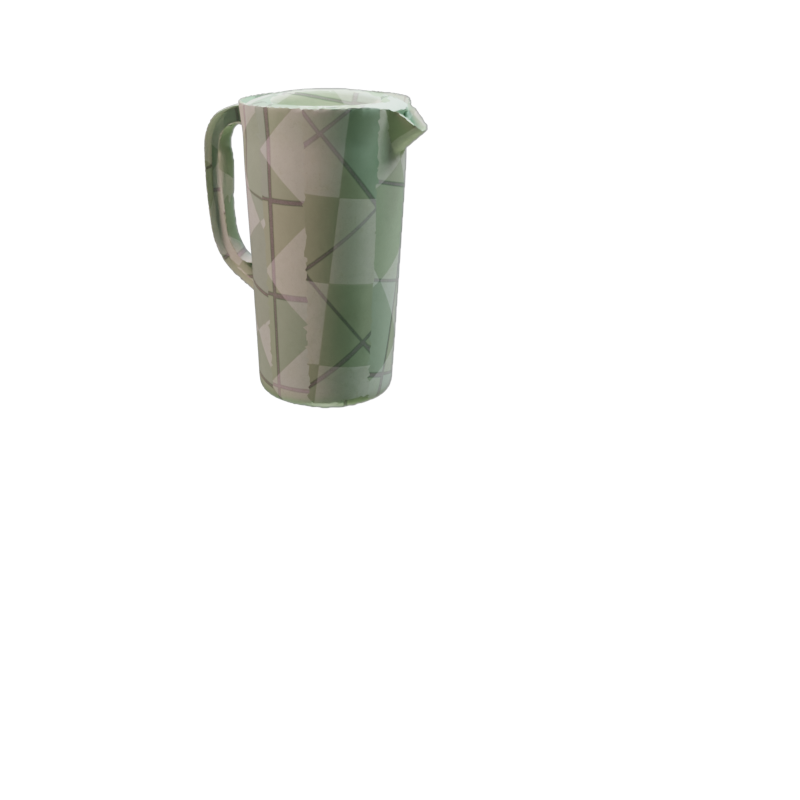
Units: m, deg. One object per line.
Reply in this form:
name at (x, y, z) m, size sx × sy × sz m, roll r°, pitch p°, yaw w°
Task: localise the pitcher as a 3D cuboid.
pitcher at (-0.069, -0.126, 0.881) m, size 0.142 × 0.235 × 0.158 m, roll -5°, pitch 17°, yaw -21°
